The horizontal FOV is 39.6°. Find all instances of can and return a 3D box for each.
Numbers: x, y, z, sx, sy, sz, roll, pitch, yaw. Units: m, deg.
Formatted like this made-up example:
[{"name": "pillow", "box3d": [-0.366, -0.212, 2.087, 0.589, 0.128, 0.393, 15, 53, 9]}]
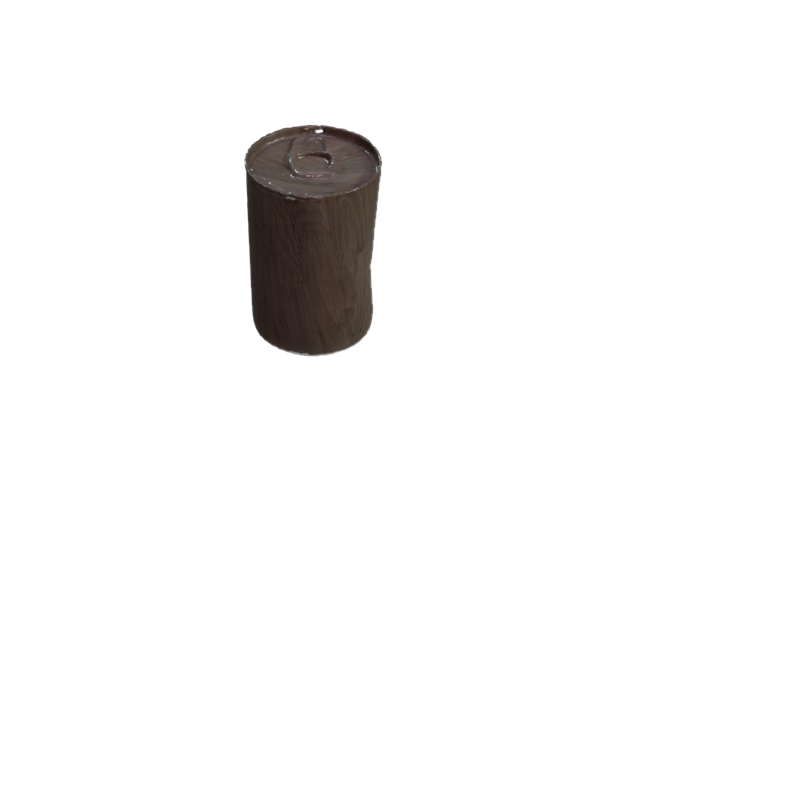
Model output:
[{"name": "can", "box3d": [-0.045, -0.082, 0.576, 0.068, 0.095, 0.073, 0, 40, -3]}]
